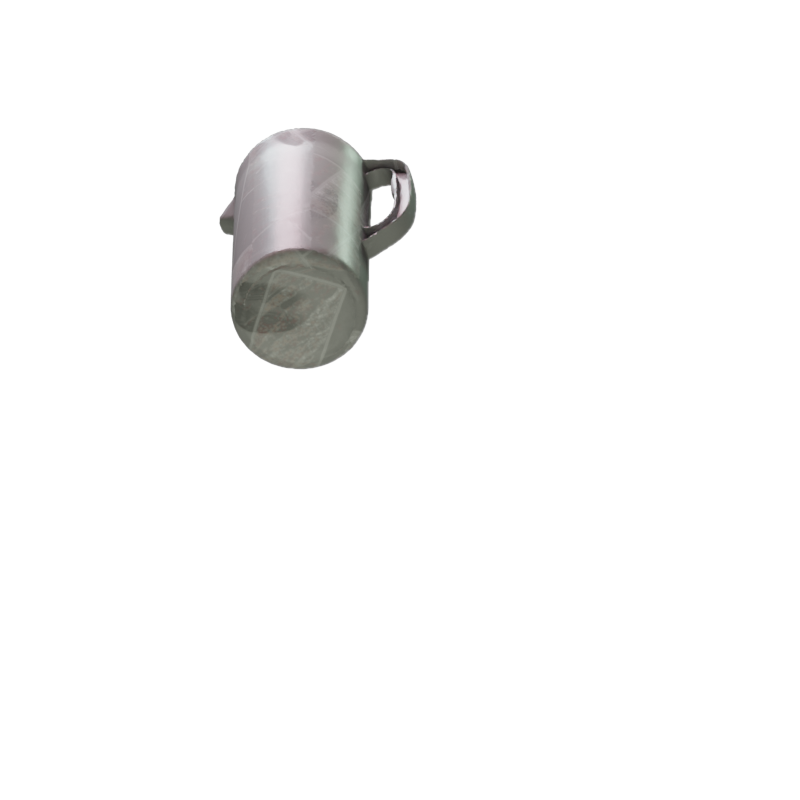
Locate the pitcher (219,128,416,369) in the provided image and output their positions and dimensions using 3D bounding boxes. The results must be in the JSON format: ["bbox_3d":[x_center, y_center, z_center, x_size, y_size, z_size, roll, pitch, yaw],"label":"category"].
[{"bbox_3d":[-0.075,-0.137,0.959,0.141,0.145,0.258,24,27,-17],"label":"pitcher"}]
